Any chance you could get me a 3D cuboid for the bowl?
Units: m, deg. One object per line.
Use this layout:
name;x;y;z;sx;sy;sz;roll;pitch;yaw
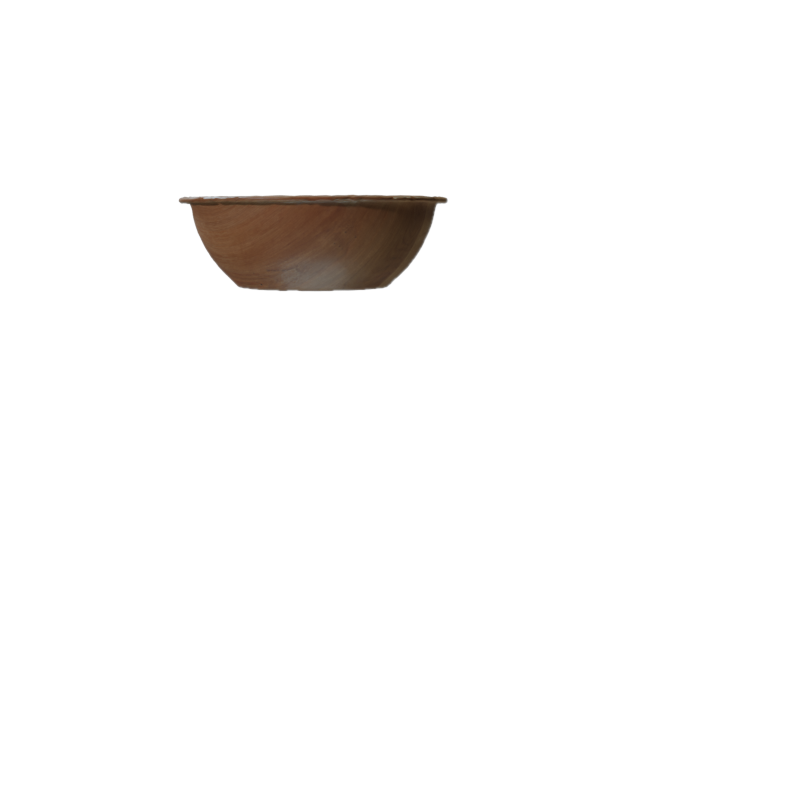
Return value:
bowl;-0.052;-0.096;0.670;0.162;0.054;0.164;0;8;-2
